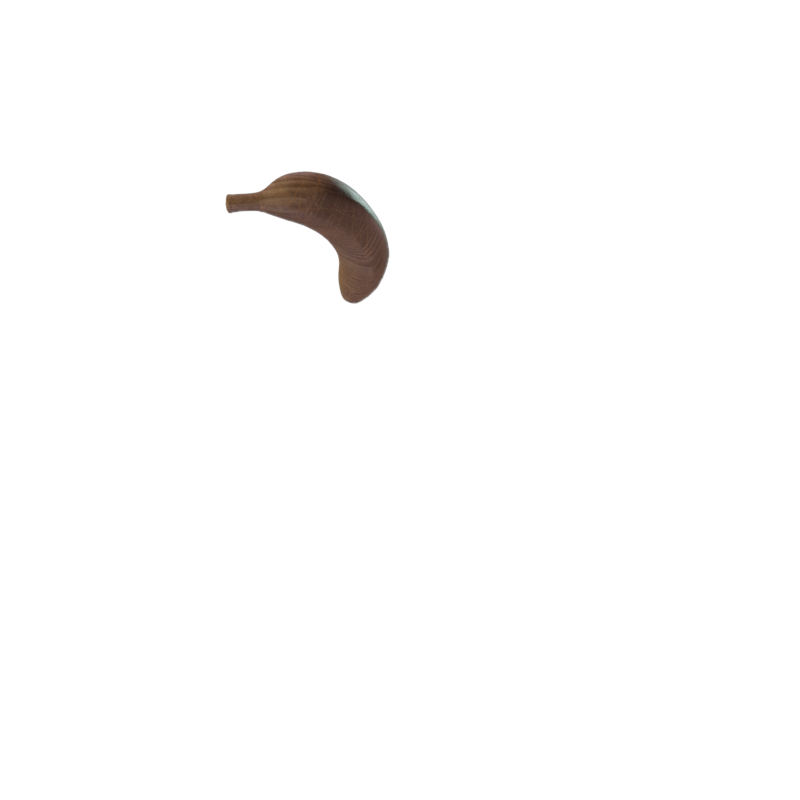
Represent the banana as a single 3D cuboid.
[{"bbox_3d":[-0.046,-0.115,0.772,0.071,0.039,0.185,-9,-20,22],"label":"banana"}]
